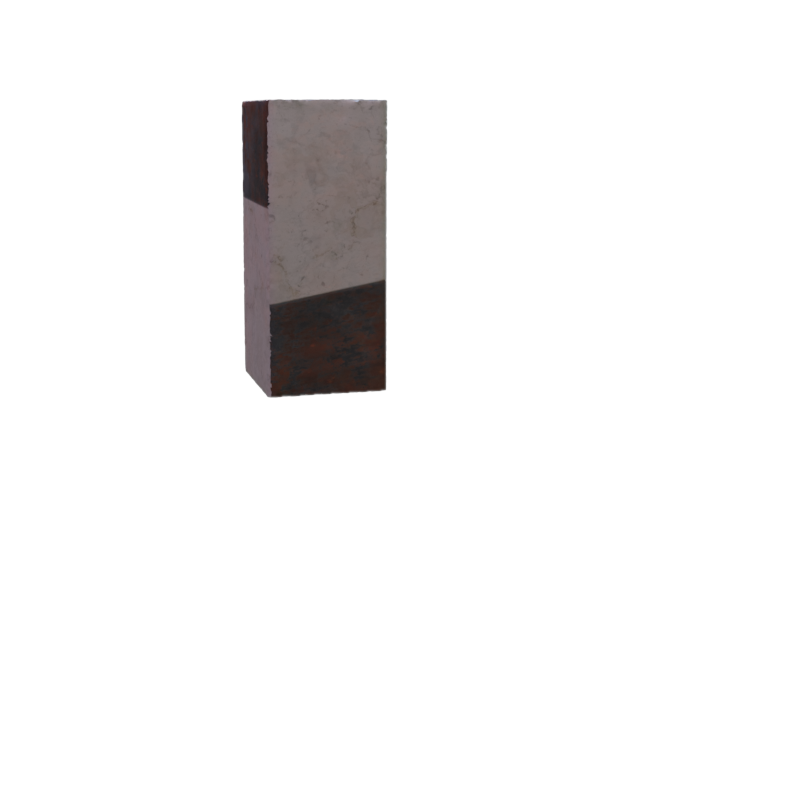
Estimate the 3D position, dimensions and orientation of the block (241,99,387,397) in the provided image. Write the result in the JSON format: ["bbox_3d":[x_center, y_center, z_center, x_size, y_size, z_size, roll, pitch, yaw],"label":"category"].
[{"bbox_3d":[-0.064,-0.116,0.811,0.088,0.202,0.094,-2,9,-17],"label":"block"}]
